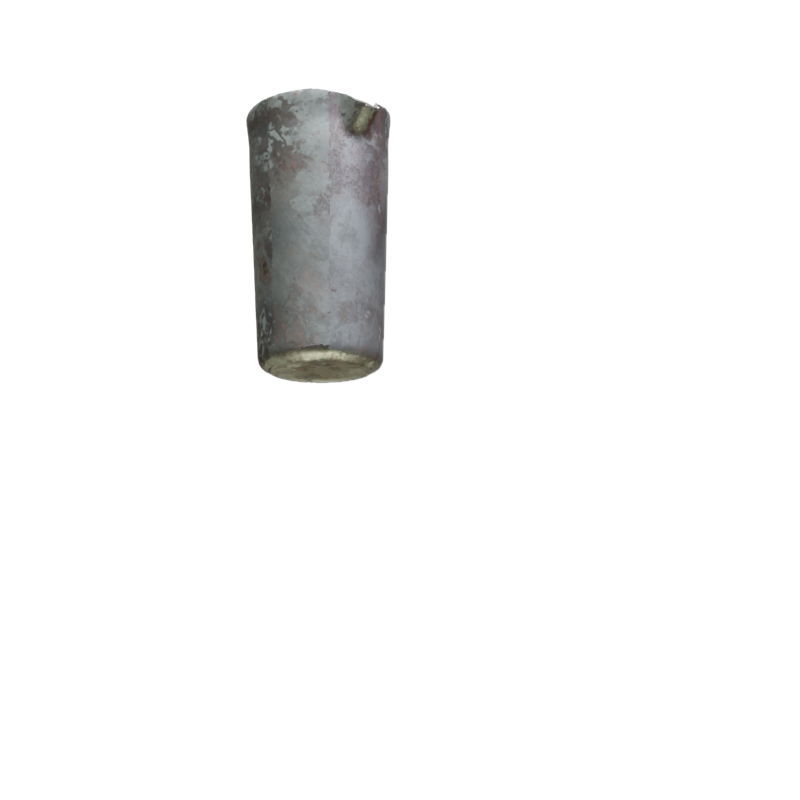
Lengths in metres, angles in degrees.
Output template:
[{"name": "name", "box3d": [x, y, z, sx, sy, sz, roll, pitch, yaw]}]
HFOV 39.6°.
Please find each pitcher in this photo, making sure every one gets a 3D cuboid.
[{"name": "pitcher", "box3d": [-0.078, -0.142, 0.993, 0.146, 0.254, 0.142, -3, -17, 8]}]
